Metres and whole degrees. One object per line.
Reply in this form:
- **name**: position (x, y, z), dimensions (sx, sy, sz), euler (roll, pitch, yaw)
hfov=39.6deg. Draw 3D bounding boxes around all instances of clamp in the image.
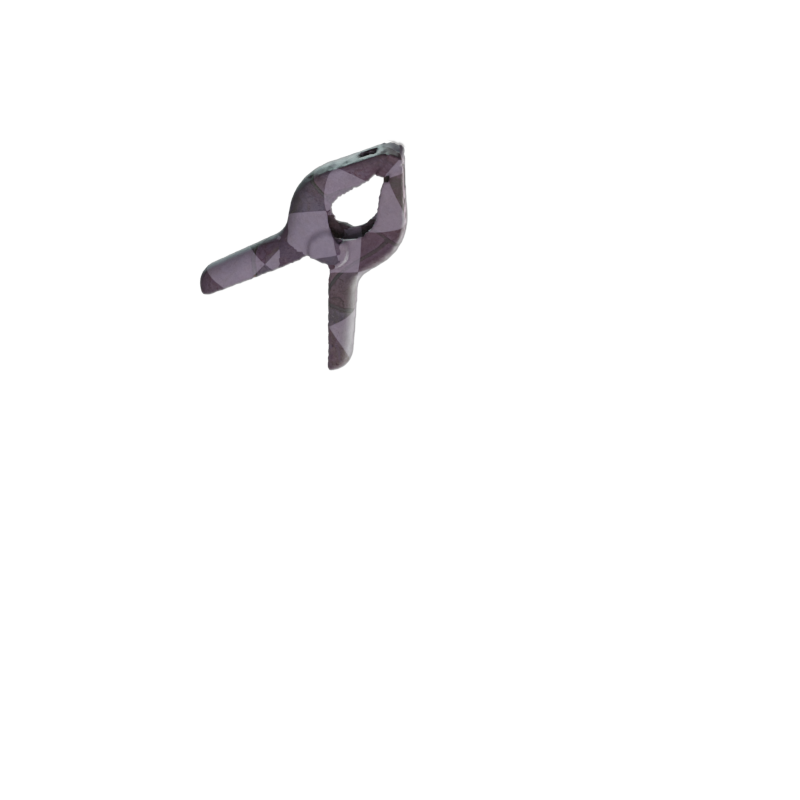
- **clamp**: position (-0.059, -0.108, 0.754), dimensions (0.117, 0.166, 0.041), euler (22, 25, -12)
